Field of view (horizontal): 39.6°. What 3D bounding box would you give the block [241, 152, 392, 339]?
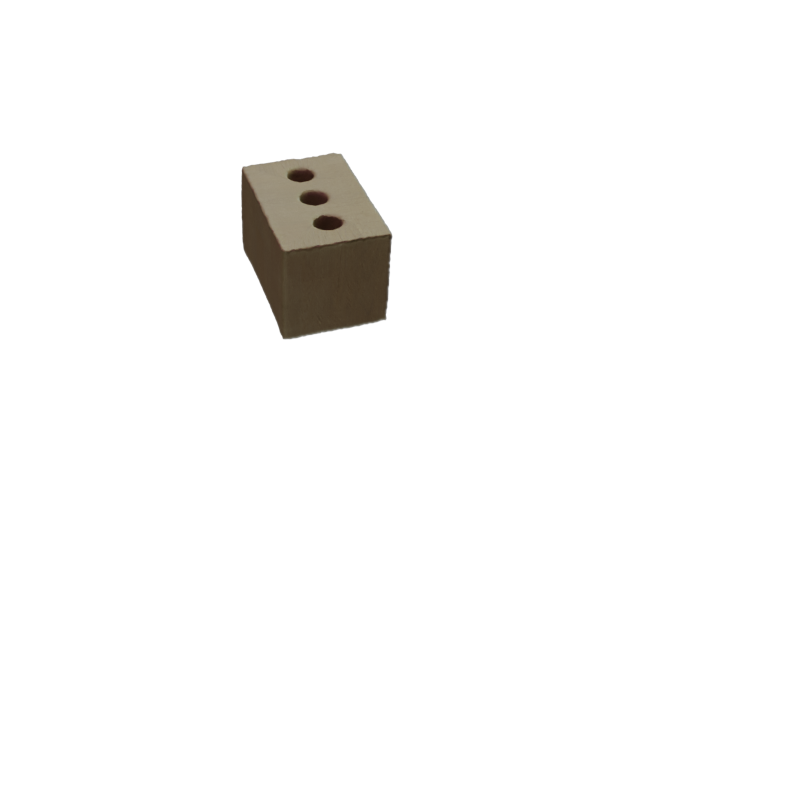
[{"bbox_3d":[-0.041,-0.075,0.526,0.052,0.048,0.084,-11,40,-16],"label":"block"}]
